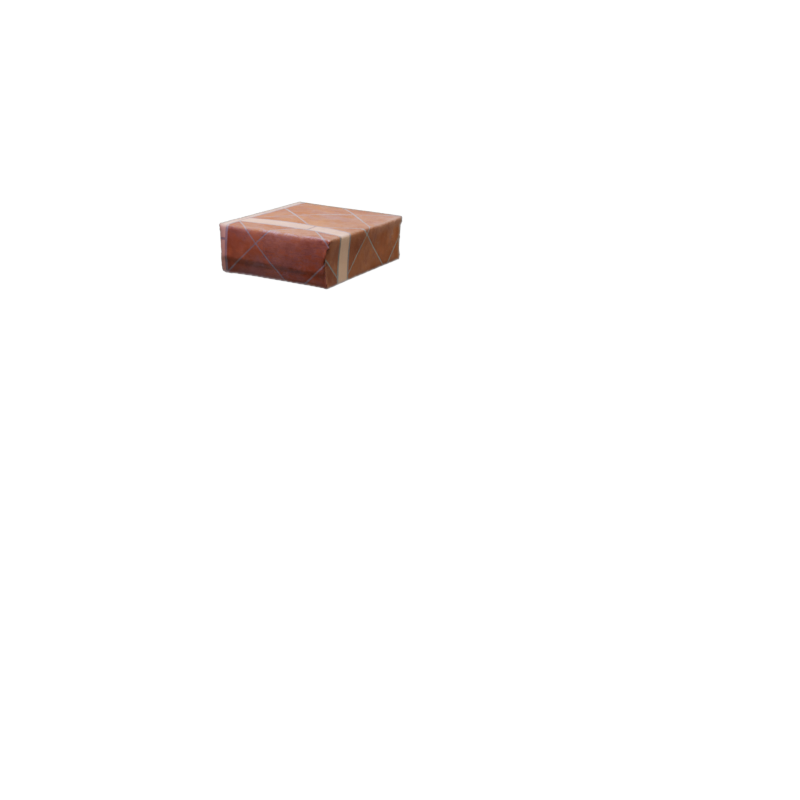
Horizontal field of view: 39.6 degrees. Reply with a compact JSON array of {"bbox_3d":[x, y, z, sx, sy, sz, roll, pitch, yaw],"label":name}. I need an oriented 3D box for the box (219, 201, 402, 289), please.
[{"bbox_3d":[-0.062,-0.114,0.796,0.094,0.037,0.113,10,23,26],"label":"box"}]
